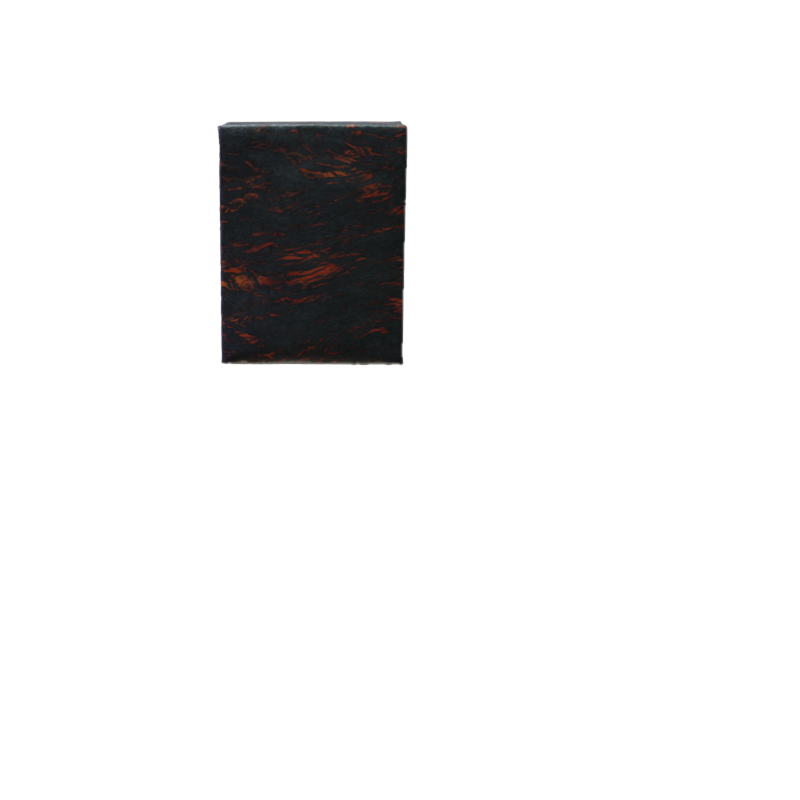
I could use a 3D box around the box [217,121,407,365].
[{"bbox_3d":[-0.078,-0.142,0.992,0.164,0.209,0.074,0,11,0],"label":"box"}]
